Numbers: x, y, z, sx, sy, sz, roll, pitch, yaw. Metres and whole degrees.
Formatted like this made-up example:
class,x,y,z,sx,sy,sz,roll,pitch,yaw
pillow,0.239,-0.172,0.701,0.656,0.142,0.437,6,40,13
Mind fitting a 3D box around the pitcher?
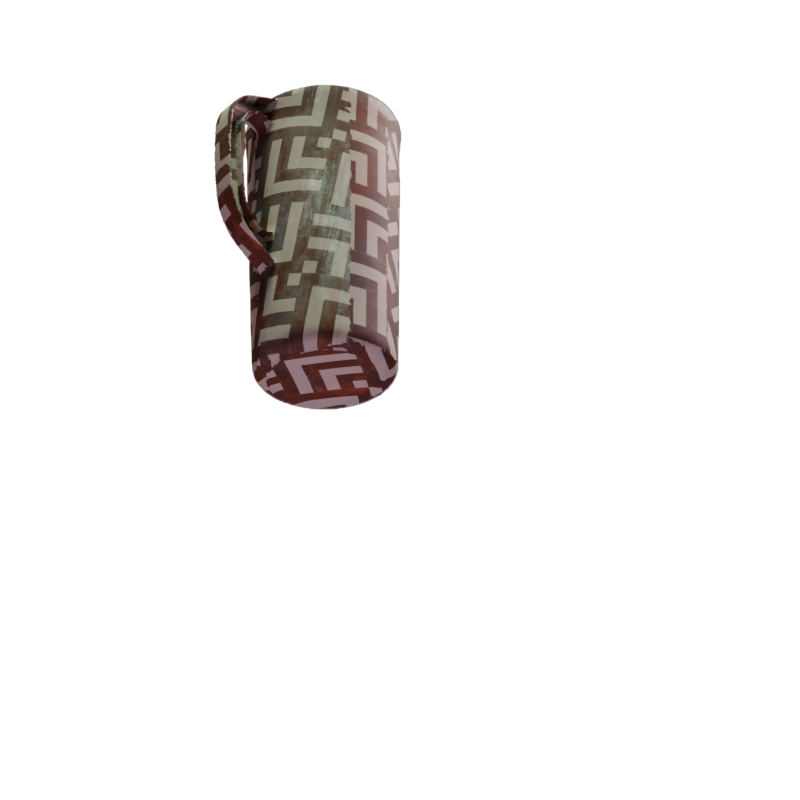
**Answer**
class,x,y,z,sx,sy,sz,roll,pitch,yaw
pitcher,-0.068,-0.125,0.873,0.149,0.260,0.135,-2,-34,-1
